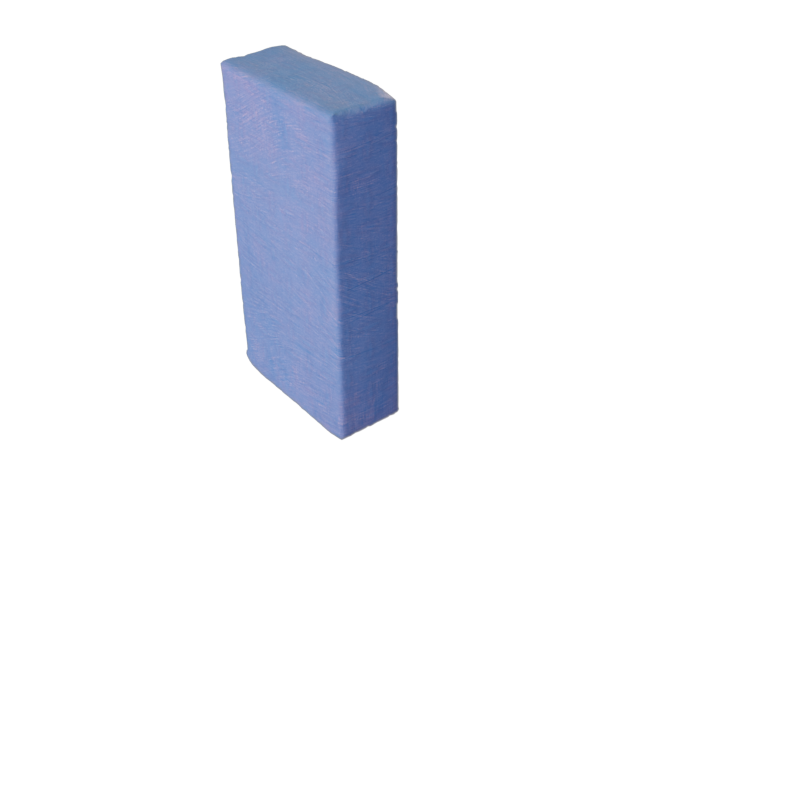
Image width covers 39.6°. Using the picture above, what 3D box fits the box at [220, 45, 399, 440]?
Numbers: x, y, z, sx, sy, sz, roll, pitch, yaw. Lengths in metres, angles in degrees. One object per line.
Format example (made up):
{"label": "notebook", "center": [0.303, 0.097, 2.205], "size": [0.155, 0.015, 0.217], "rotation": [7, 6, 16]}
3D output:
{"label": "box", "center": [-0.043, -0.079, 0.552], "size": [0.047, 0.166, 0.100], "rotation": [-19, 37, -32]}
